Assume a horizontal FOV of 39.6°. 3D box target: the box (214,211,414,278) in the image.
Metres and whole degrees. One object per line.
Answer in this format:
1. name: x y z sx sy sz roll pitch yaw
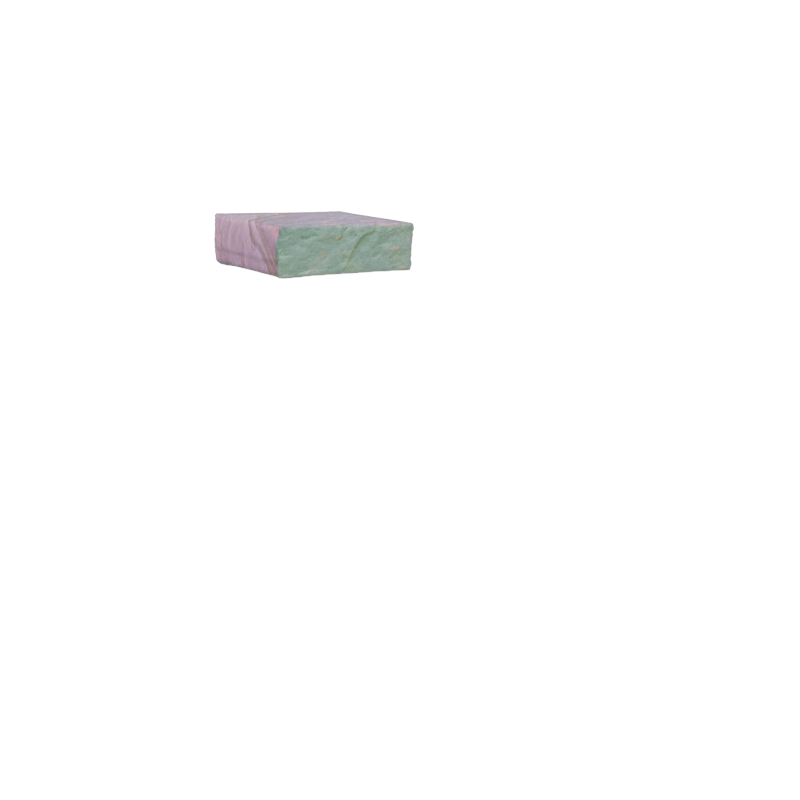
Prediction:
1. box: -0.061 -0.111 0.779 0.110 0.038 0.095 -10 17 -35
